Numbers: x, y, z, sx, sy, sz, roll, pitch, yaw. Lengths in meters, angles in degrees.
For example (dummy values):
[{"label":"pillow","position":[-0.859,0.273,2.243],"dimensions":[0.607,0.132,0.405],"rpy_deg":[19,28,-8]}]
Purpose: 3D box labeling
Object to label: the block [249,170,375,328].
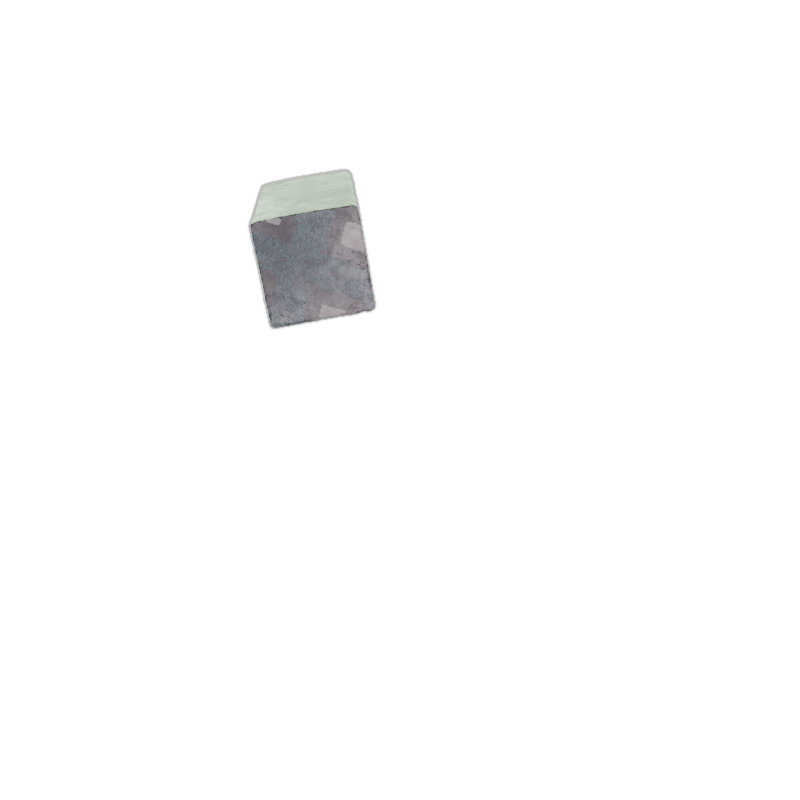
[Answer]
[{"label":"block","position":[-0.077,-0.141,0.988],"dimensions":[0.090,0.087,0.214],"rpy_deg":[-10,18,-1]}]
